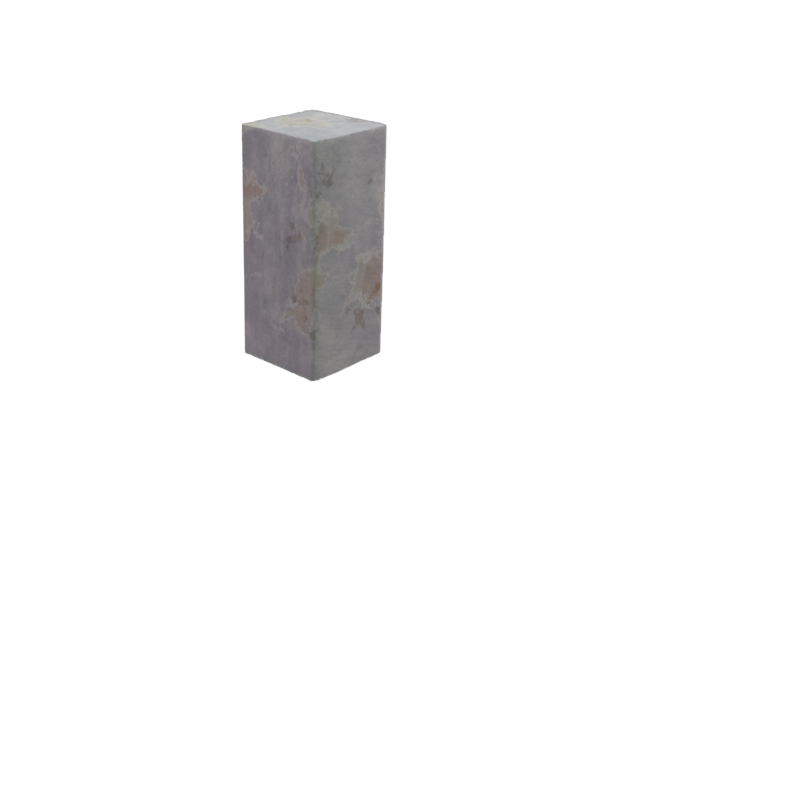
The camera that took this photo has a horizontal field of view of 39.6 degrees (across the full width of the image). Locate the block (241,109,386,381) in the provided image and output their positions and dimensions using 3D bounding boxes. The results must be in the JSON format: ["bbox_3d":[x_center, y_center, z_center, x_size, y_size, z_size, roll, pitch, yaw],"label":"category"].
[{"bbox_3d":[-0.074,-0.136,0.950,0.096,0.197,0.089,18,26,39],"label":"block"}]
